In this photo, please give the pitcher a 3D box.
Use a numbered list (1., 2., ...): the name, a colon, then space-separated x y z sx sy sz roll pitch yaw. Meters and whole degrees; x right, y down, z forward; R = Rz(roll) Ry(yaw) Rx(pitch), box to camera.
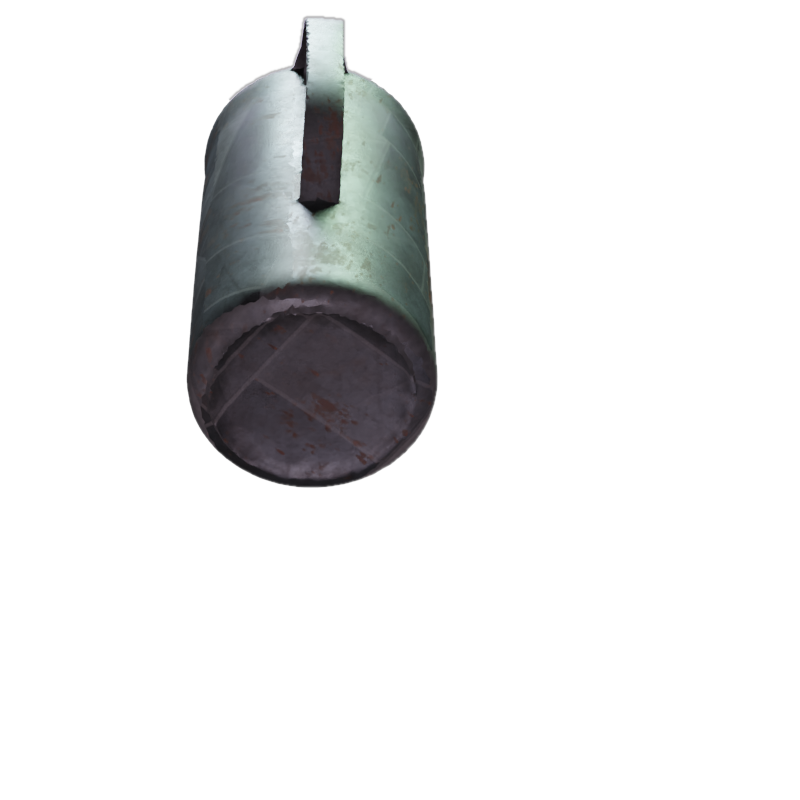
1. pitcher: -0.044 -0.081 0.567 0.144 0.141 0.259 -35 28 18
